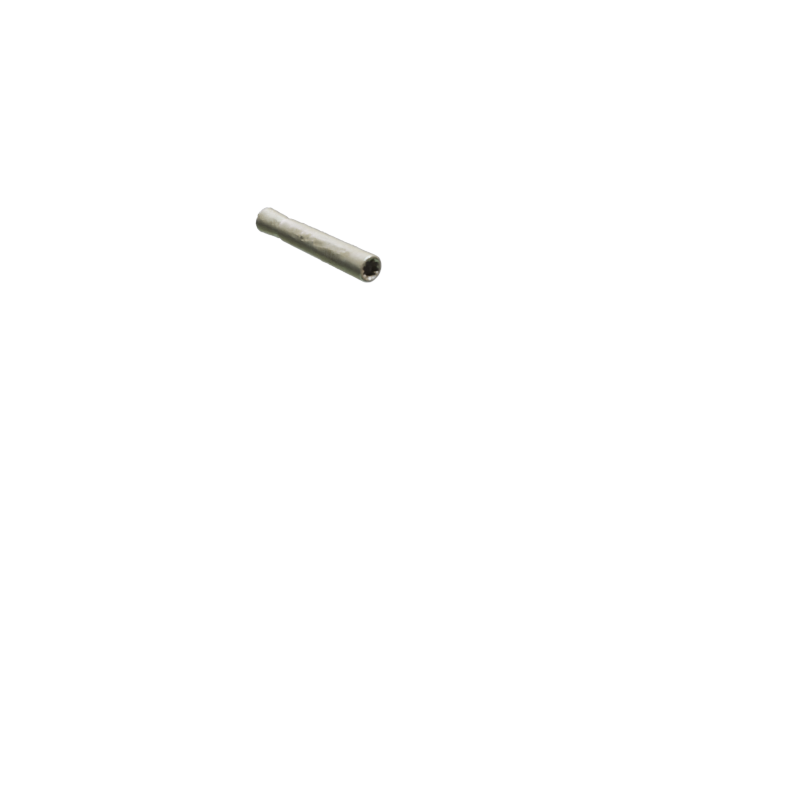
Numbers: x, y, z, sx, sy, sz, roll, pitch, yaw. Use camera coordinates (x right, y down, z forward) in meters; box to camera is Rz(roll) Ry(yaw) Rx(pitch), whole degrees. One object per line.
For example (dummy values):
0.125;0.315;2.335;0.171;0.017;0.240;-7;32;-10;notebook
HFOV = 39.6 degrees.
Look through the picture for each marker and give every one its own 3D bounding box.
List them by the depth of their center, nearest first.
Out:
-0.059;-0.107;0.750;0.019;0.019;0.129;-3;24;-41;marker
